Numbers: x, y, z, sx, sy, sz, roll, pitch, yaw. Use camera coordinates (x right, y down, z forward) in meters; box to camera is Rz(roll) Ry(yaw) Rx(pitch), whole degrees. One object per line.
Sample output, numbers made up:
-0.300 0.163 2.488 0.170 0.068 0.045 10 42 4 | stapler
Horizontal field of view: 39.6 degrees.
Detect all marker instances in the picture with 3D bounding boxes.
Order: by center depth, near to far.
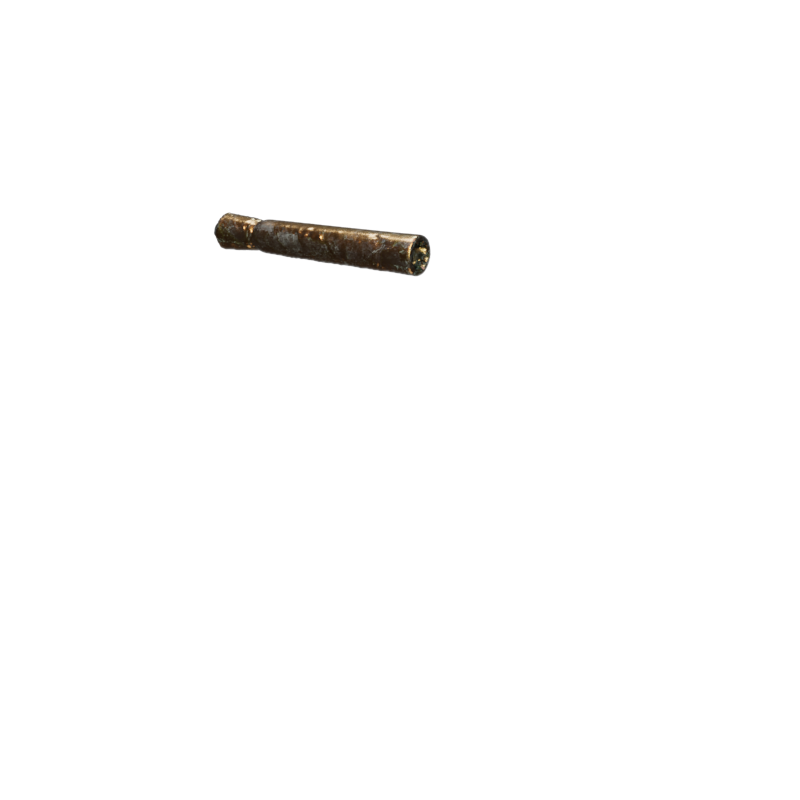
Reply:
-0.042 -0.076 0.532 0.127 0.019 0.019 13 10 35 | marker
